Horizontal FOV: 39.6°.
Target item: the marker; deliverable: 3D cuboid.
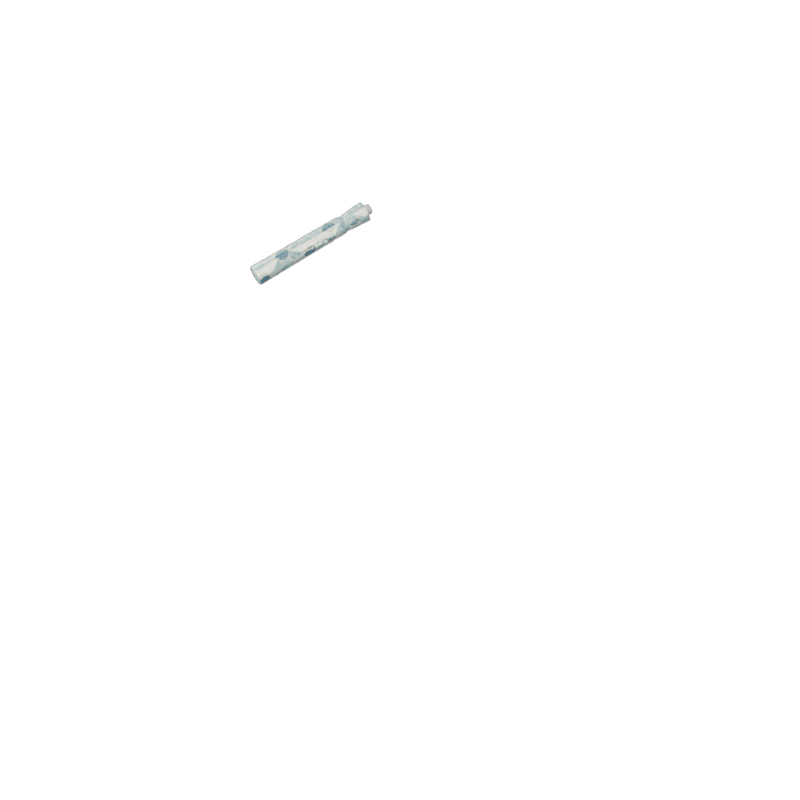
[{"bbox_3d":[-0.077,-0.140,0.981,0.121,0.019,0.020,-32,12,-12],"label":"marker"}]
